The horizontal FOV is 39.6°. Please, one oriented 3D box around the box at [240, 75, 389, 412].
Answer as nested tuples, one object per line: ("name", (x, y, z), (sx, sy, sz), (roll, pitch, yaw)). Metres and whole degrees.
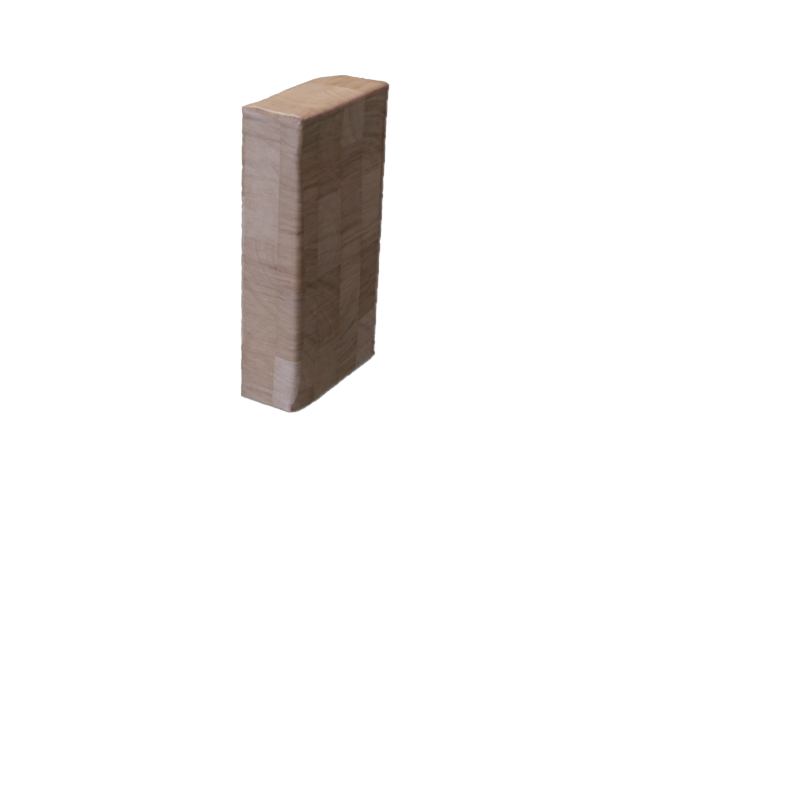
("box", (-0.050, -0.090, 0.633), (0.050, 0.168, 0.094), (14, 27, 27))
